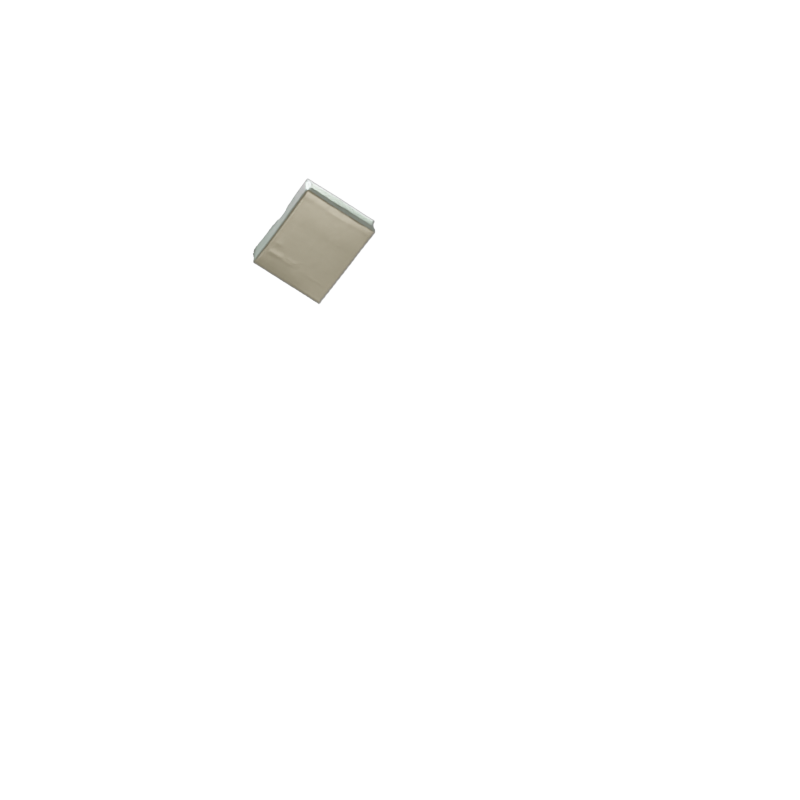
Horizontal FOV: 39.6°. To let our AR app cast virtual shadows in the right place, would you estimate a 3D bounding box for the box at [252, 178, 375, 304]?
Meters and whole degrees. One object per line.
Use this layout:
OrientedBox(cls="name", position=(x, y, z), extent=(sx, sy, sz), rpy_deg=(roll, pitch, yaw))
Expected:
OrientedBox(cls="box", position=(-0.077, -0.140, 0.981), extent=(0.070, 0.087, 0.032), rpy_deg=(32, 23, -16))
